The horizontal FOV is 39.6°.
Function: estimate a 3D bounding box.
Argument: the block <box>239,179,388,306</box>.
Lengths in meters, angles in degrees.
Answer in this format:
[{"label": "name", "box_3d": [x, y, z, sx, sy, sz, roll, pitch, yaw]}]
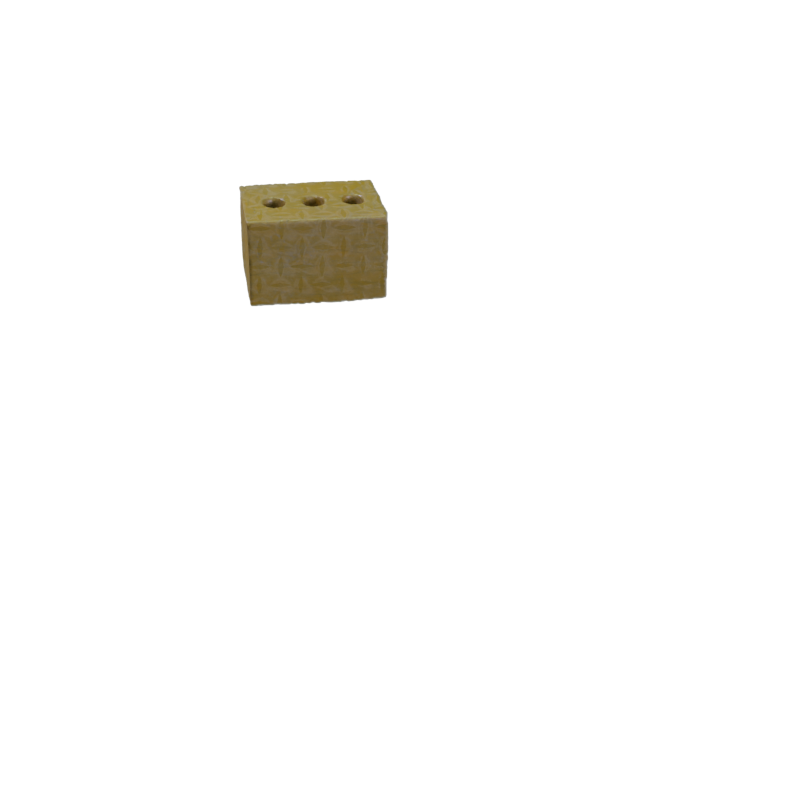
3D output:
[{"label": "block", "box_3d": [-0.048, -0.088, 0.615, 0.077, 0.048, 0.056, -4, 29, -8]}]
